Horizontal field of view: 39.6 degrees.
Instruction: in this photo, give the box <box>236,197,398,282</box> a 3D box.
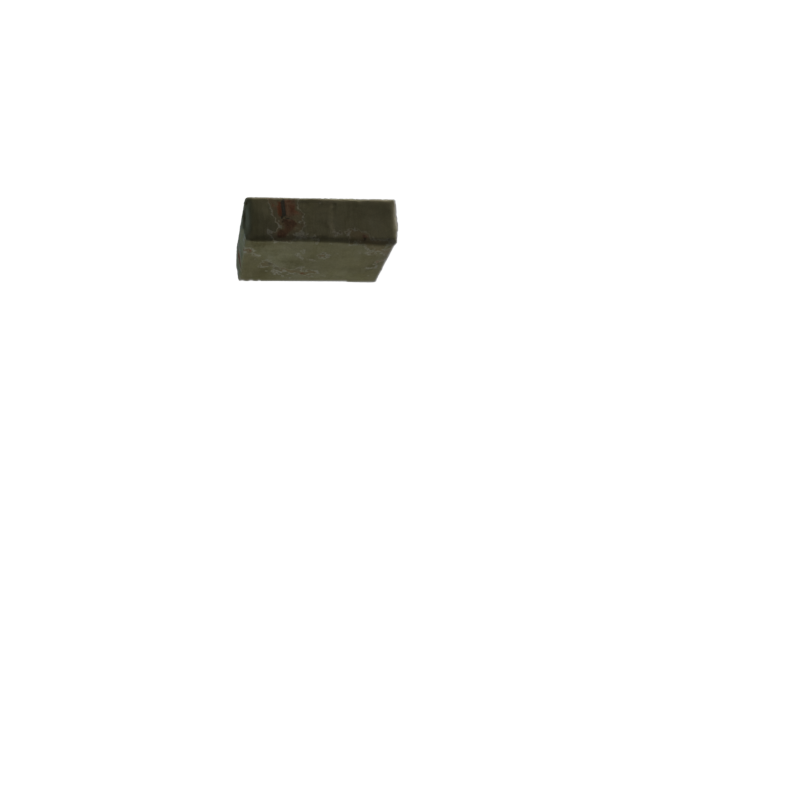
[{"bbox_3d":[-0.065,-0.119,0.831,0.112,0.040,0.087,2,-14,-9],"label":"box"}]
